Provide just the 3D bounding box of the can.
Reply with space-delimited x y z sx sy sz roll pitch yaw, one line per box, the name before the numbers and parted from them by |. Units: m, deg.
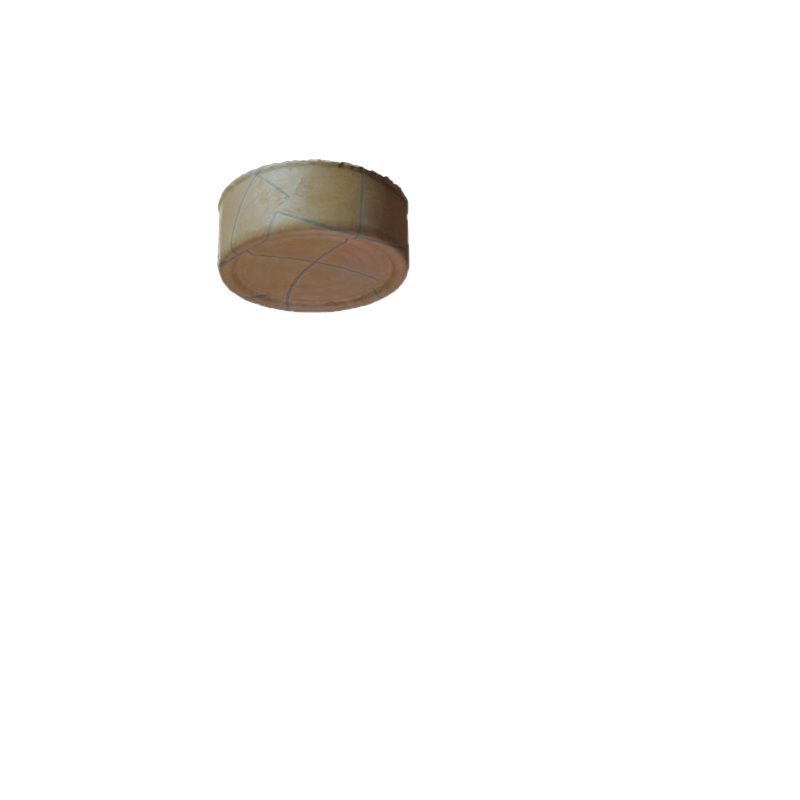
can | -0.039 -0.070 0.492 0.086 0.035 0.081 0 -22 -2
